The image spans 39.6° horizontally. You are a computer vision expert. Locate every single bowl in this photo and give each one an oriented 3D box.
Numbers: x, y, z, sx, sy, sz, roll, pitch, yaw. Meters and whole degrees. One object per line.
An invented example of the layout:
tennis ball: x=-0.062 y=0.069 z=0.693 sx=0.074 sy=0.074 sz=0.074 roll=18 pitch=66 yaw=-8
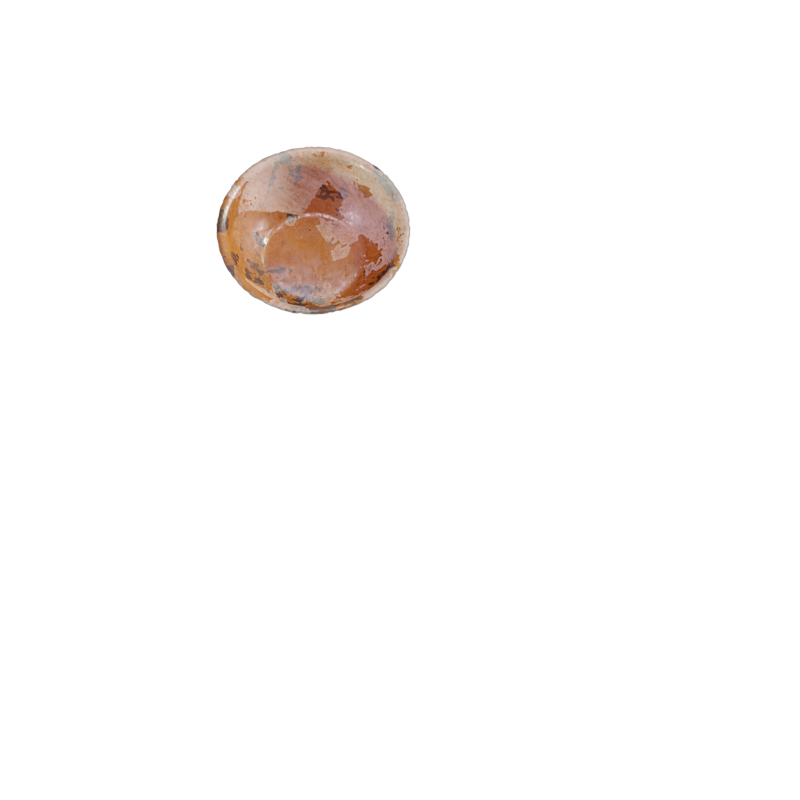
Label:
bowl: x=-0.074 y=-0.135 z=0.946 sx=0.162 sy=0.172 sz=0.052 roll=-1 pitch=-28 yaw=-1
